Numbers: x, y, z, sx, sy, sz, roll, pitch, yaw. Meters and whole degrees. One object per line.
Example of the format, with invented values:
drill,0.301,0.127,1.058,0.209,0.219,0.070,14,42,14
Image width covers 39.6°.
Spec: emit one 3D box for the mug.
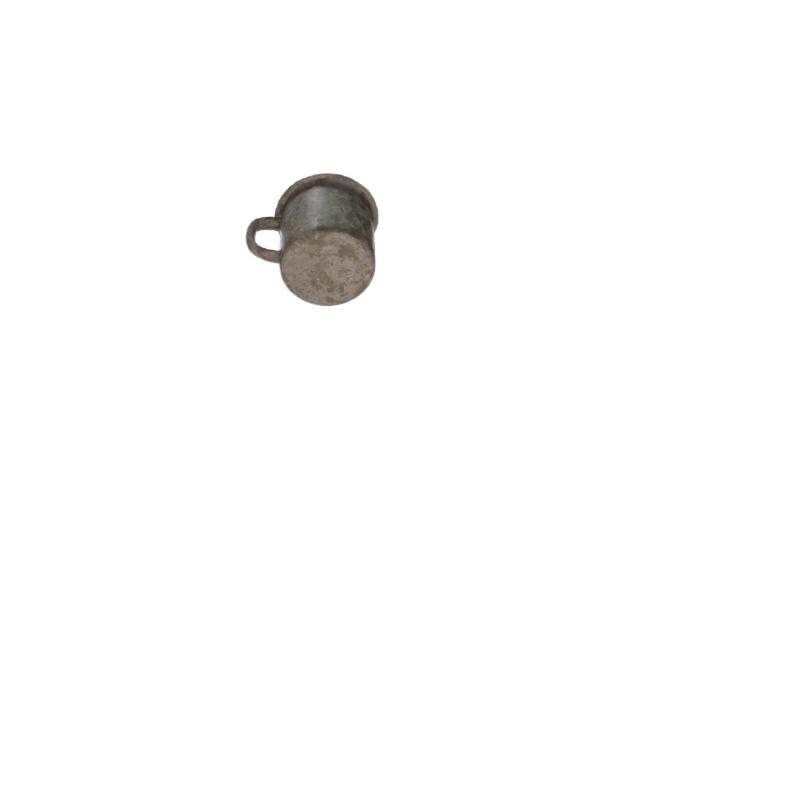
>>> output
mug,-0.075,-0.137,0.956,0.116,0.088,0.087,6,39,-6
